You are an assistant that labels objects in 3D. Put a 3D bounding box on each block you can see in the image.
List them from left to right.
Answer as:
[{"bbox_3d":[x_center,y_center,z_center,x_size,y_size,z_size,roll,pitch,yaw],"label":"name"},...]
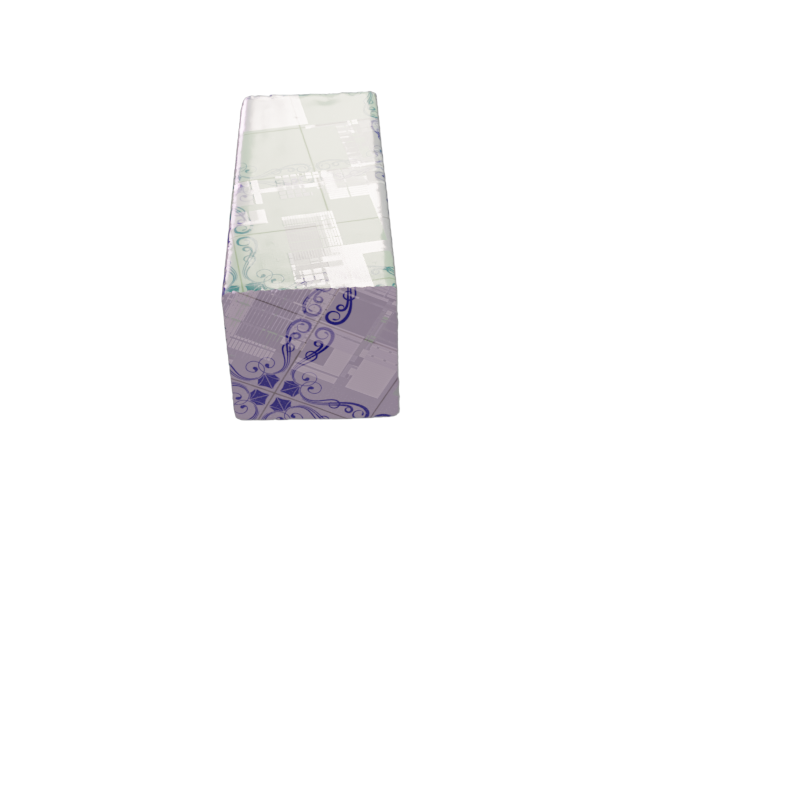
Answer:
[{"bbox_3d":[-0.052,-0.093,0.651,0.090,0.084,0.221,-3,40,-2],"label":"block"}]
